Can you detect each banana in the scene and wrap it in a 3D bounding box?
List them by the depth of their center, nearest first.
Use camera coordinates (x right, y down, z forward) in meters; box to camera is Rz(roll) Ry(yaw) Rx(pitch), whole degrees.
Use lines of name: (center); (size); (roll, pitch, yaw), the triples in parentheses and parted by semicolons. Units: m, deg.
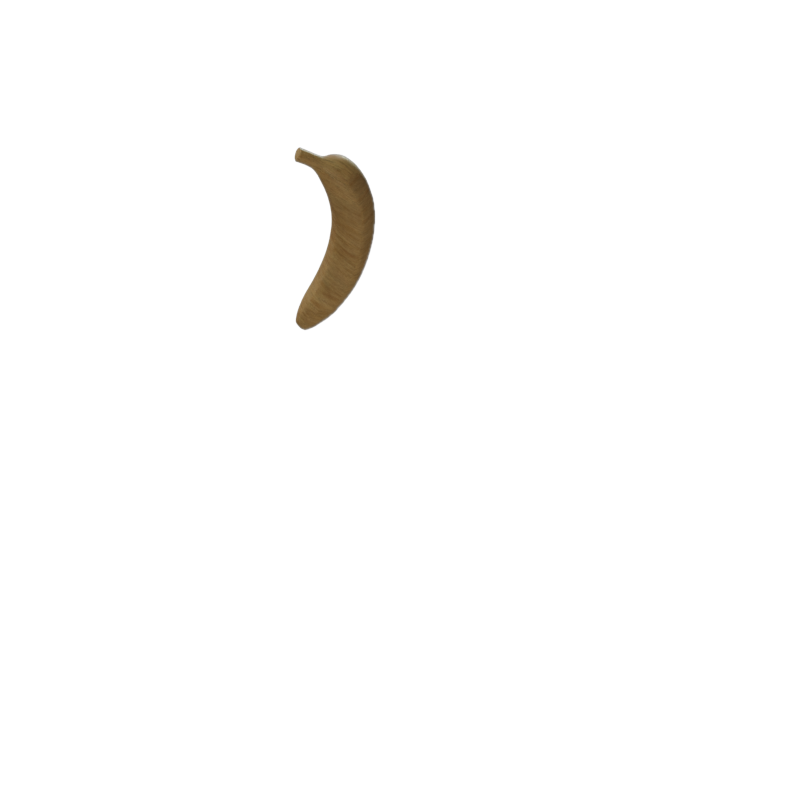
banana: (-0.057, -0.141, 0.969); (0.069, 0.185, 0.039); (1, 40, -2)
